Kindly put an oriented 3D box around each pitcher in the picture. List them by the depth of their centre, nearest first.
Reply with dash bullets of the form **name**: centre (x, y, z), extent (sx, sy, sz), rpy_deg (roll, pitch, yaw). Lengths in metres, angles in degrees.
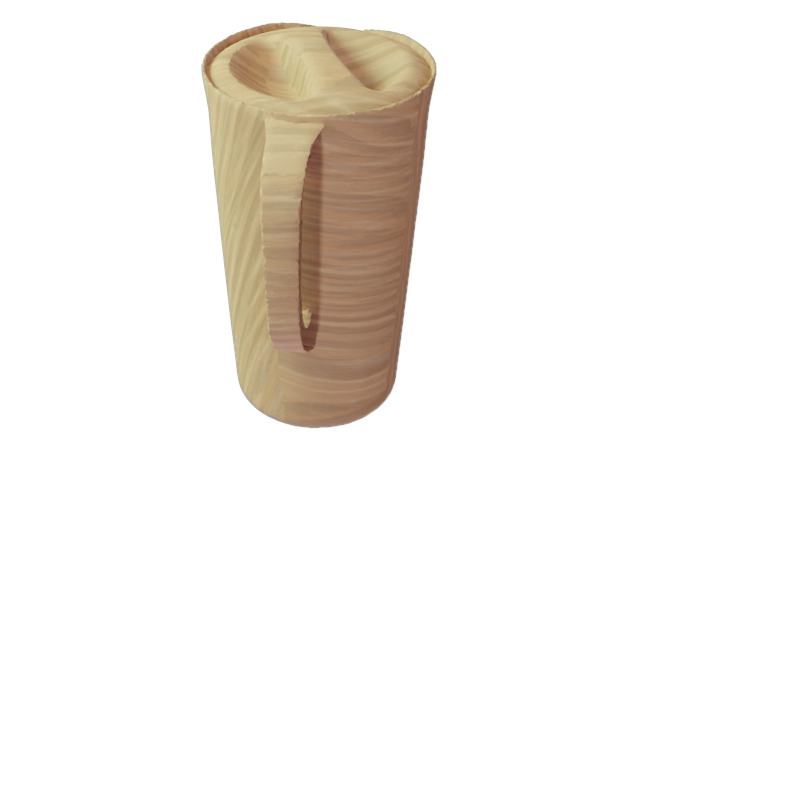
- **pitcher**: centre (-0.053, -0.097, 0.683), extent (0.148, 0.227, 0.156), rpy_deg (-23, 43, -30)
